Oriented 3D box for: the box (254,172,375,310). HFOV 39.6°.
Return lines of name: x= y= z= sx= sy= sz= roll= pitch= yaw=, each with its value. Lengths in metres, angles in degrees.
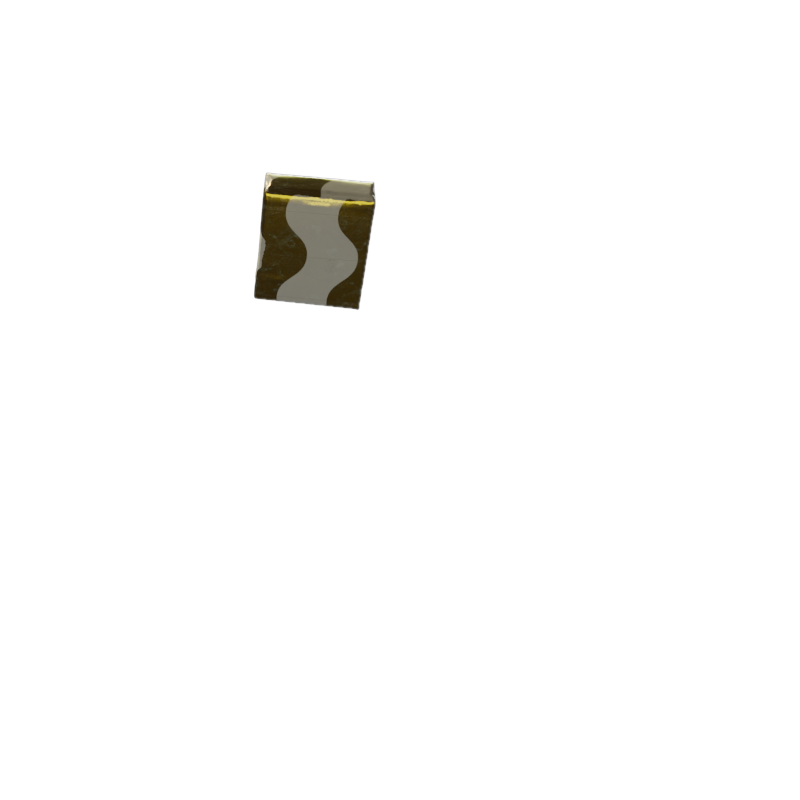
box: x=-0.058 y=-0.106 z=0.744 sx=0.073 sy=0.084 sz=0.032 roll=6 pitch=36 yaw=-5
